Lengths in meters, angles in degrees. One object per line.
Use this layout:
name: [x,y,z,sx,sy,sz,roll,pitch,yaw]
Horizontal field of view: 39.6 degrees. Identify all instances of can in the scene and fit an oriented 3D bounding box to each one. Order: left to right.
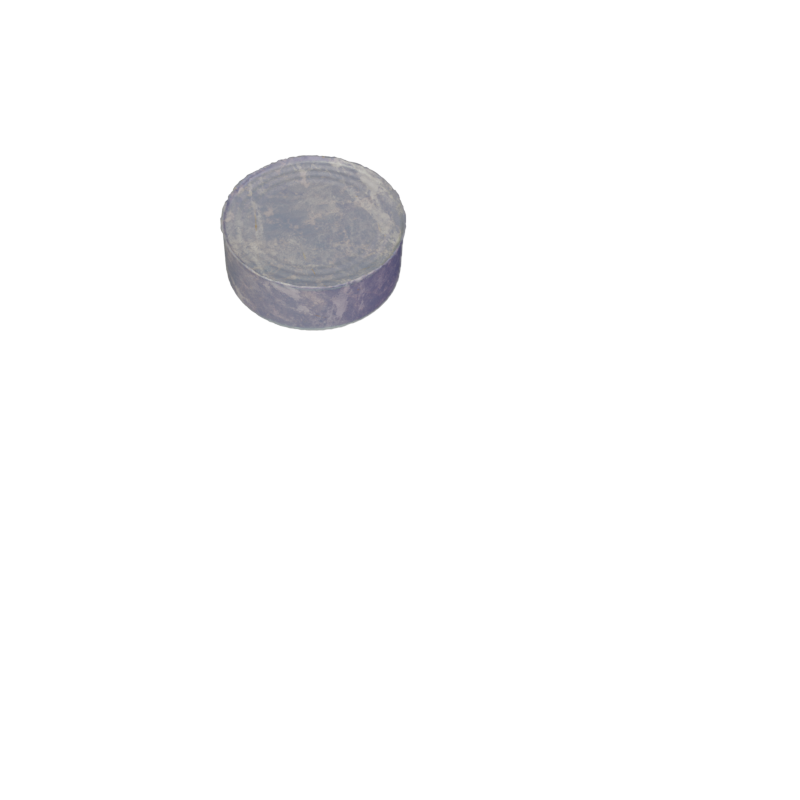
can: [-0.041,-0.075,0.523,0.086,0.092,0.031,-1,-40,-1]
